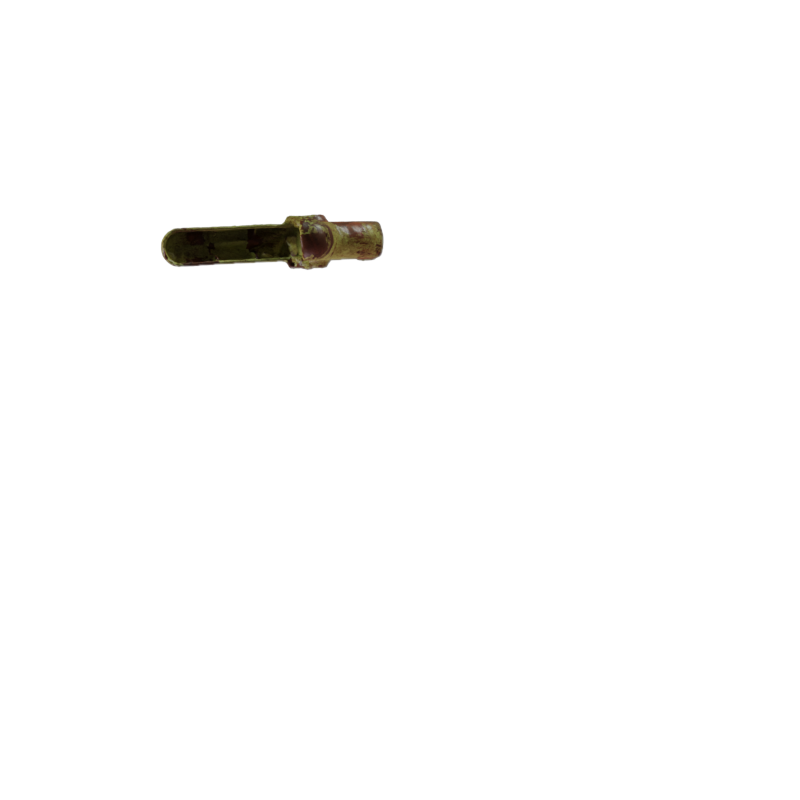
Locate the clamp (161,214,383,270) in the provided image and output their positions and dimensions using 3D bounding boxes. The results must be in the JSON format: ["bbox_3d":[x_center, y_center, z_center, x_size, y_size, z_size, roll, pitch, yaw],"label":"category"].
[{"bbox_3d":[-0.057,-0.104,0.727,0.126,0.038,0.167,10,15,39],"label":"clamp"}]
